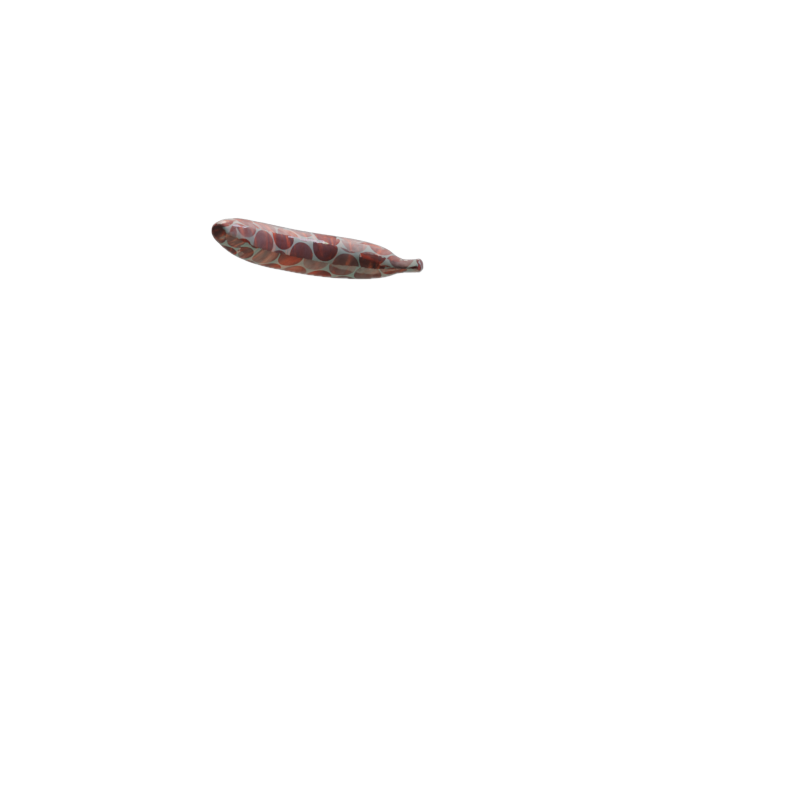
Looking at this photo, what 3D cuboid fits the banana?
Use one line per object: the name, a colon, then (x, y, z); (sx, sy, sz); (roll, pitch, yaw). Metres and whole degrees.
banana: (-0.080, -0.133, 0.971); (0.191, 0.038, 0.070); (5, -13, -25)
